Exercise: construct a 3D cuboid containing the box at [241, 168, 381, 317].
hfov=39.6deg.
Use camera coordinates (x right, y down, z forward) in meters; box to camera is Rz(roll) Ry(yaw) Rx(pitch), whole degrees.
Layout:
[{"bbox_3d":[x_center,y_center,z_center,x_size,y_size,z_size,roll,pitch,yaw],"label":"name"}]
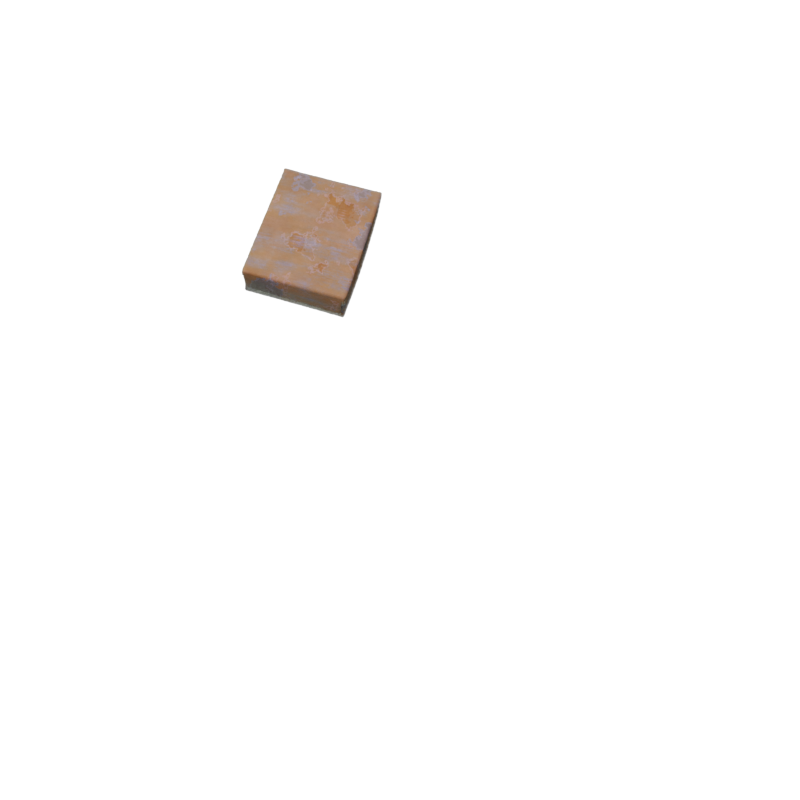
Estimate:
[{"bbox_3d":[-0.074,-0.135,0.944,0.091,0.119,0.036,14,-30,8],"label":"box"}]
